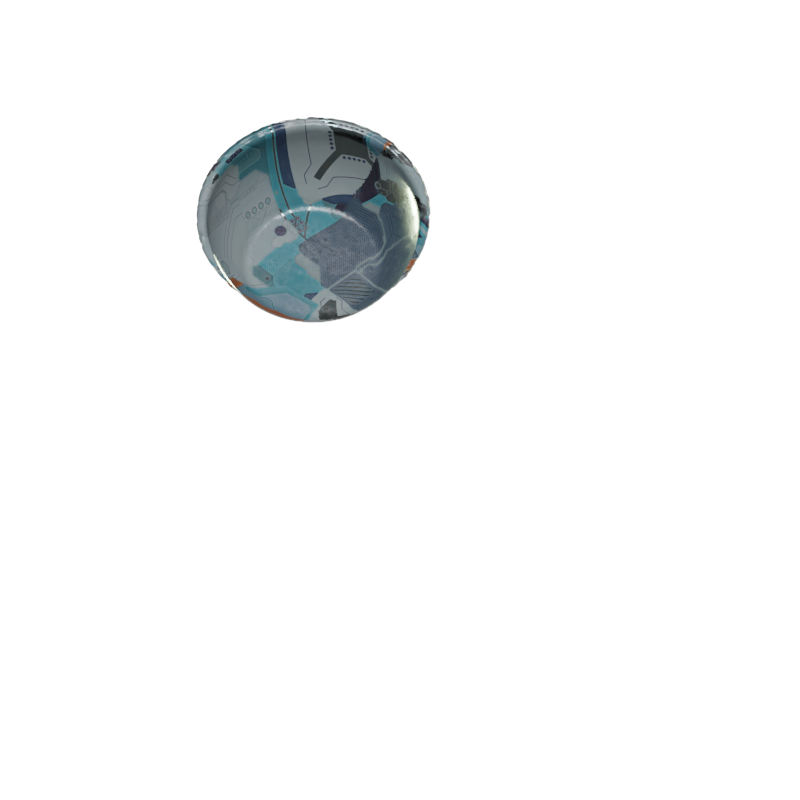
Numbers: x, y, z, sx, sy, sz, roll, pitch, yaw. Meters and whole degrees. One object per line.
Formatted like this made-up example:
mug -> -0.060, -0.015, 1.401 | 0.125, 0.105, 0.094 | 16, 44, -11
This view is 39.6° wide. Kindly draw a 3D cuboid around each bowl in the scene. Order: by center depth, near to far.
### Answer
bowl -> -0.058, -0.106, 0.745 | 0.162, 0.151, 0.059 | 1, 37, -1
